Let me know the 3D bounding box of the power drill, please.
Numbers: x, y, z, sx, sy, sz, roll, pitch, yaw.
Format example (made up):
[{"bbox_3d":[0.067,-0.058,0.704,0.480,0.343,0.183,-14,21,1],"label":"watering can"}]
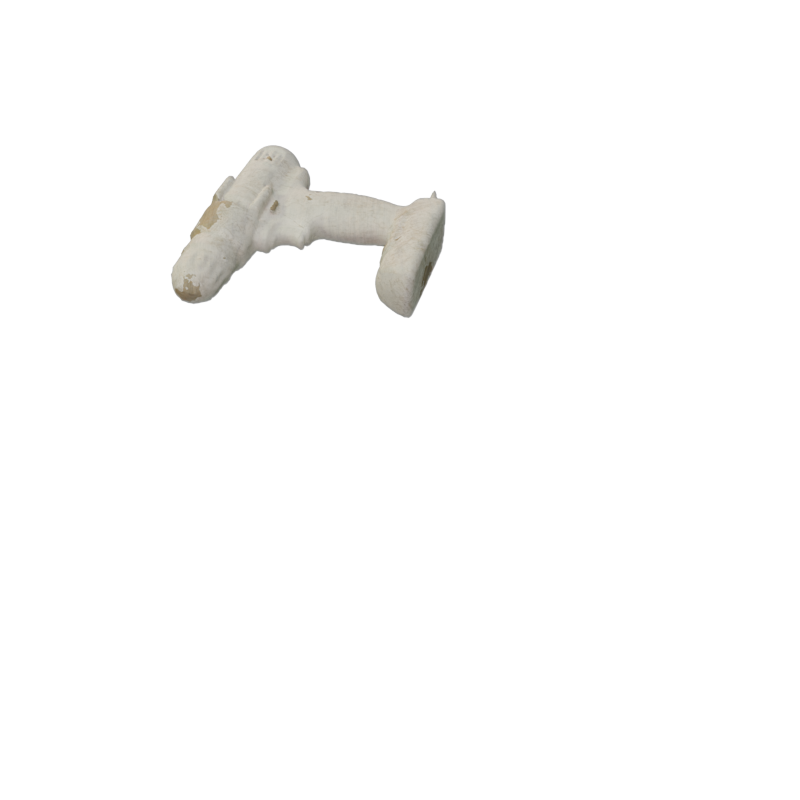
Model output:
[{"bbox_3d":[-0.069,-0.126,0.882,0.193,0.053,0.193,15,49,14],"label":"power drill"}]
